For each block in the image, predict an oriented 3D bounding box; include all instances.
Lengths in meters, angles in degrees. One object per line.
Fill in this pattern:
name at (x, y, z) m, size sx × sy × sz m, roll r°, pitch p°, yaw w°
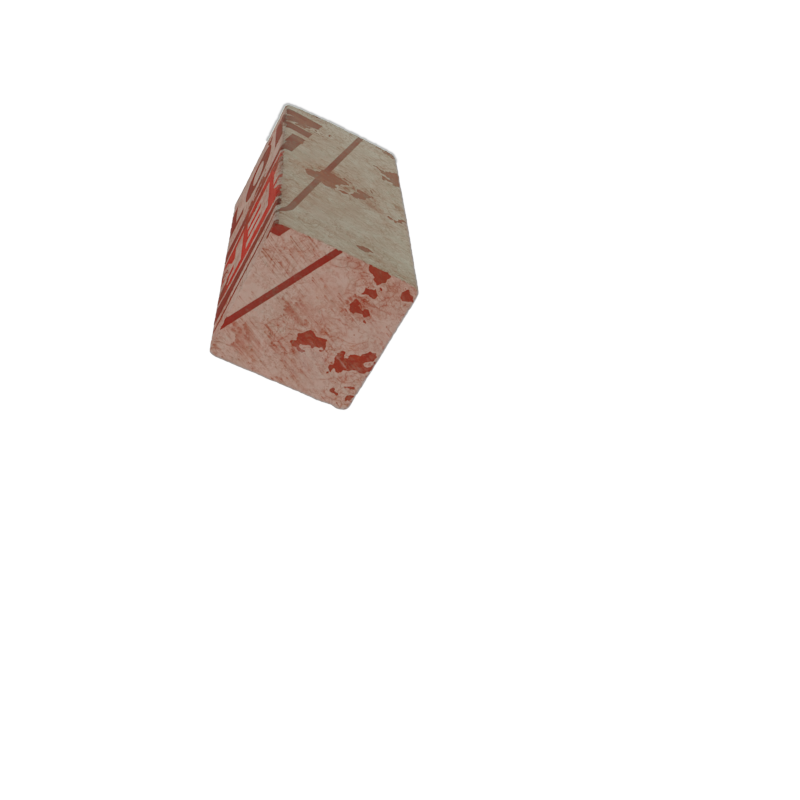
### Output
block at (-0.054, -0.100, 0.699) m, size 0.087 × 0.088 × 0.219 m, roll 23°, pitch 26°, yaw -16°
